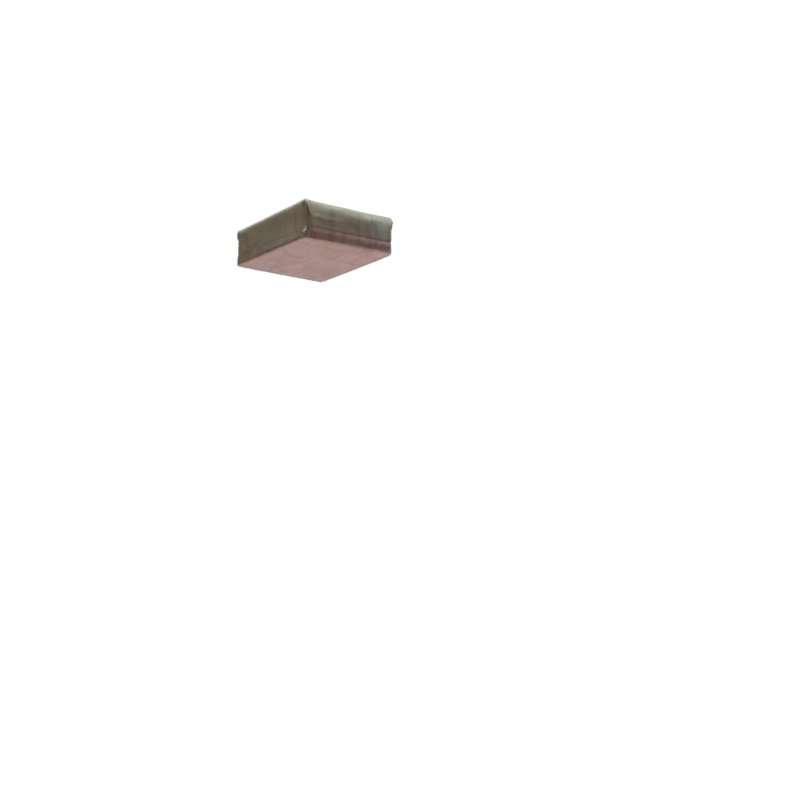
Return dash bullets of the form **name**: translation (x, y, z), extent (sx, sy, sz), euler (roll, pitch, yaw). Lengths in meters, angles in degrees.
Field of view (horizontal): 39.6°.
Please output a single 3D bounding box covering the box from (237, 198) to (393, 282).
- **box**: translation (-0.060, -0.109, 0.766), extent (0.070, 0.031, 0.090), euler (8, -13, -35)
